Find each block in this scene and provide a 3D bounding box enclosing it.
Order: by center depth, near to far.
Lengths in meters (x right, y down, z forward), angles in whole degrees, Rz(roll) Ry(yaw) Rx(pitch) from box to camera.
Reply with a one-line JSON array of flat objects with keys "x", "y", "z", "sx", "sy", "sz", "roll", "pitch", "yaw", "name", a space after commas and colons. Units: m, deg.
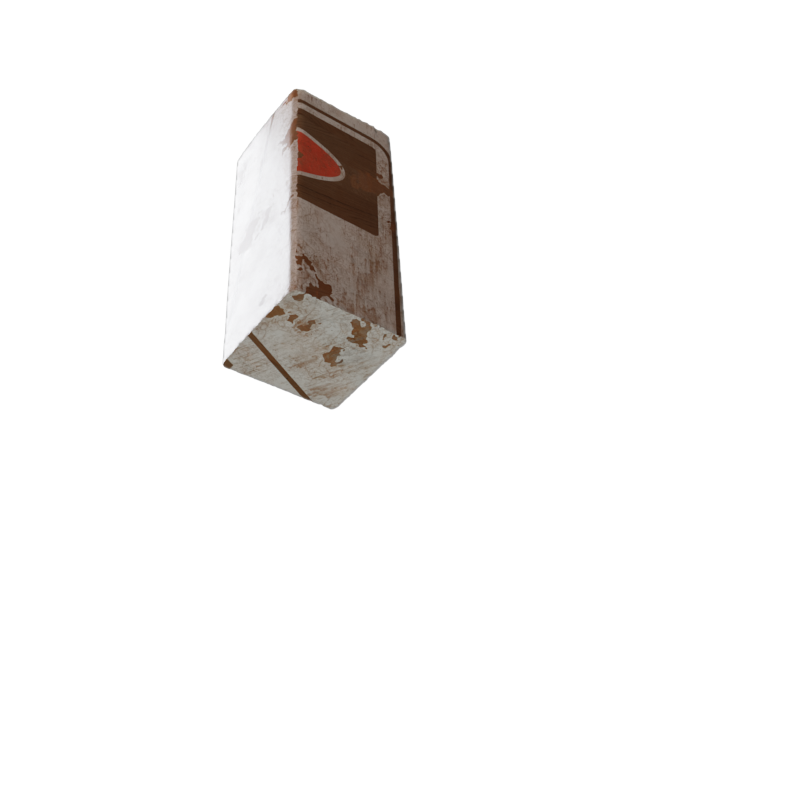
[{"x": -0.061, "y": -0.113, "z": 0.787, "sx": 0.086, "sy": 0.221, "sz": 0.088, "roll": 24, "pitch": -49, "yaw": -27, "name": "block"}]
